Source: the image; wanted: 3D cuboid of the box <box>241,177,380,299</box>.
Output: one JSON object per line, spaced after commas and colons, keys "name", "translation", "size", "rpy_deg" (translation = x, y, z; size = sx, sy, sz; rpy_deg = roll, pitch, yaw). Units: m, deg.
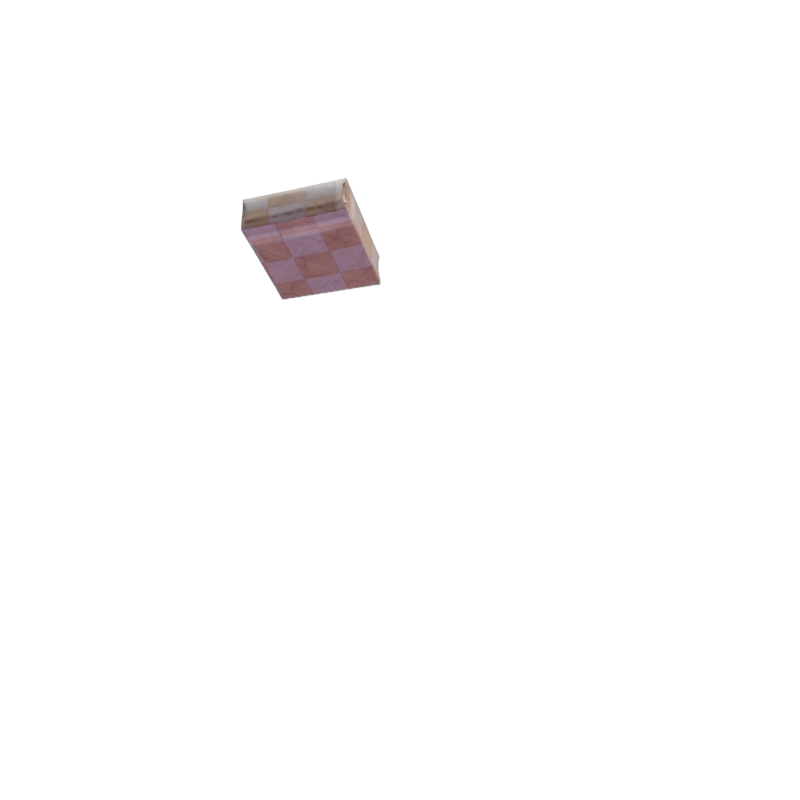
{"name": "box", "translation": [-0.059, -0.107, 0.753], "size": [0.074, 0.032, 0.082], "rpy_deg": [-9, -33, 13]}
